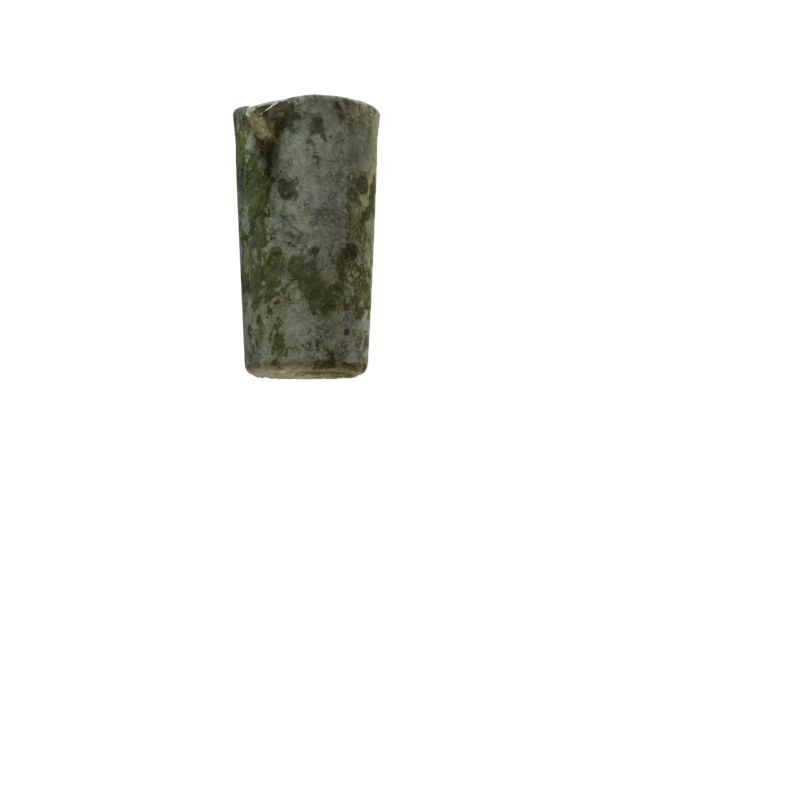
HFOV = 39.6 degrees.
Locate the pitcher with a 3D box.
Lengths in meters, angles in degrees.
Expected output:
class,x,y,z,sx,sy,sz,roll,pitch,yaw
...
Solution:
class,x,y,z,sx,sy,sz,roll,pitch,yaw
pitcher,-0.078,-0.142,0.994,0.146,0.248,0.145,2,-7,-17
